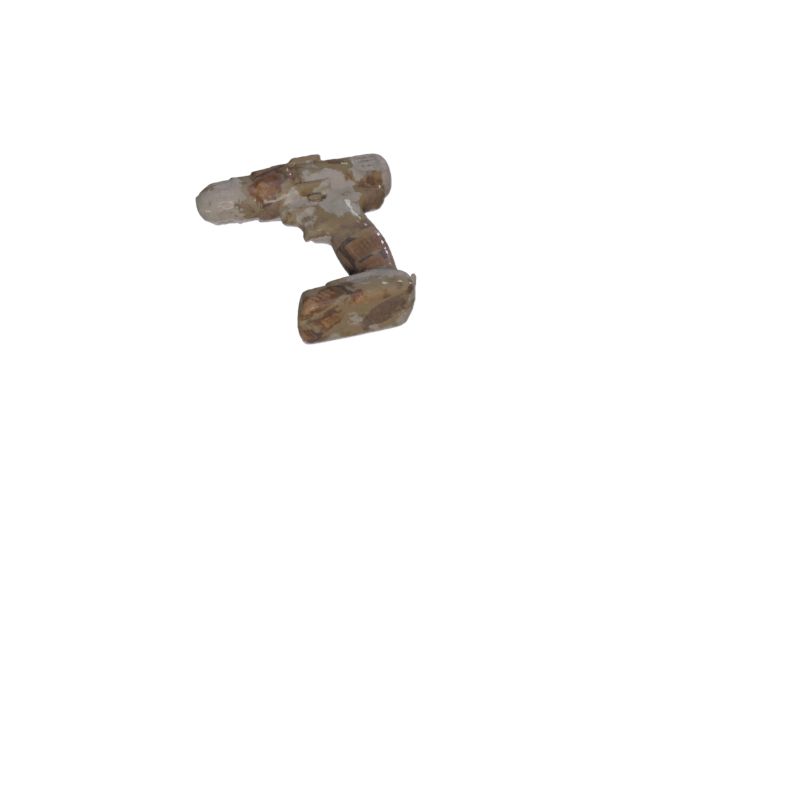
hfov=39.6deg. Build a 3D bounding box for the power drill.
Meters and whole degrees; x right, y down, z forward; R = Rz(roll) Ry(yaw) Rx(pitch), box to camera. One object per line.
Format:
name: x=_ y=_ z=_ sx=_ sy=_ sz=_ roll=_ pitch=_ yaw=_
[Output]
power drill: x=-0.077 y=-0.141 z=0.987 sx=0.183 sy=0.203 sz=0.053 roll=-13 pitch=-36 yaw=-10
